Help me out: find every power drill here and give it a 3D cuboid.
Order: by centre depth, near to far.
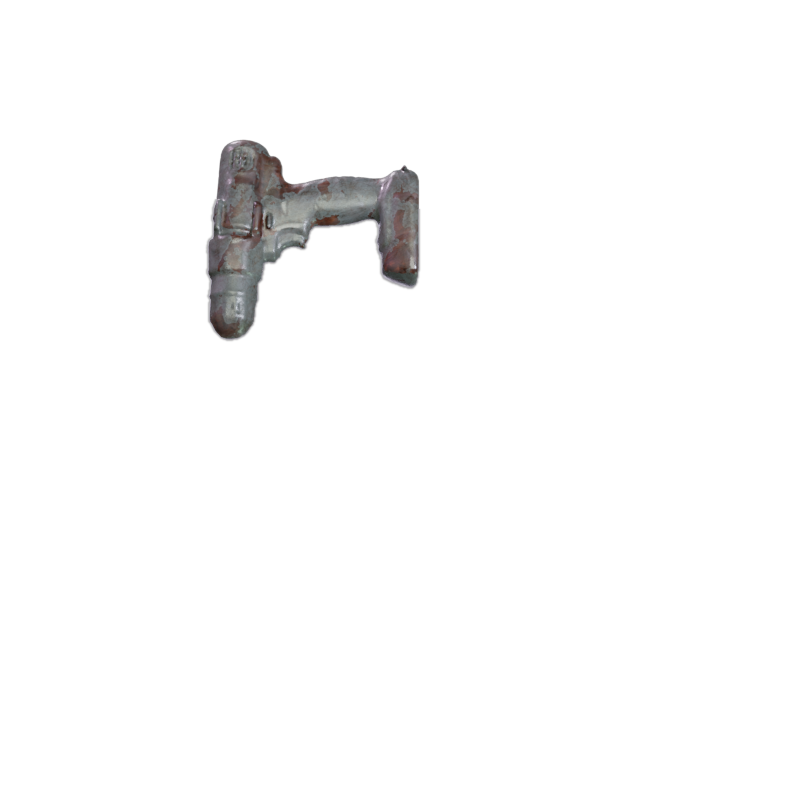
[{"bbox_3d":[-0.077,-0.141,0.988,0.188,0.191,0.055,2,-15,0],"label":"power drill"}]
